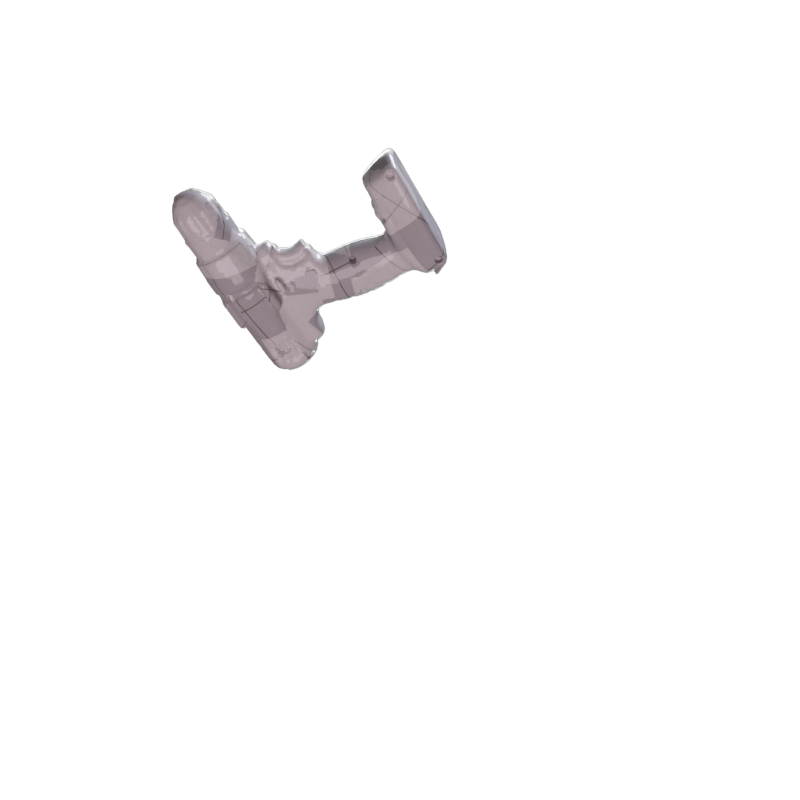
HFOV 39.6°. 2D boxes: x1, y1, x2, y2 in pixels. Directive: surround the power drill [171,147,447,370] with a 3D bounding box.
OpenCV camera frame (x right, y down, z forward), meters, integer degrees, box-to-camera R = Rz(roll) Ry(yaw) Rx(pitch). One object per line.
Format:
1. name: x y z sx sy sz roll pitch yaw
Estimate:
1. power drill: -0.071 -0.130 0.909 0.188 0.173 0.061 -26 28 15
